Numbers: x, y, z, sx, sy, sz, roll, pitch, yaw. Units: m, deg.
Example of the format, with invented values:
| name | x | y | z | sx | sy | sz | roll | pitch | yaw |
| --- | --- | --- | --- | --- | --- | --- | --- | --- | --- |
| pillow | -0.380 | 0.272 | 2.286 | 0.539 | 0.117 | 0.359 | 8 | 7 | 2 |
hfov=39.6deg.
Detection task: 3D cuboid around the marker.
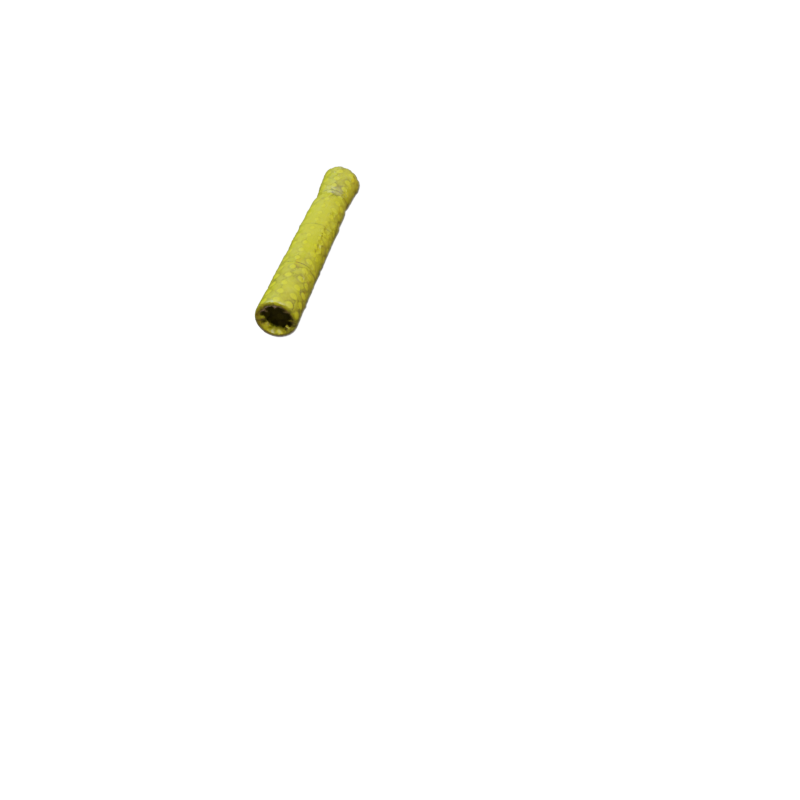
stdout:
| name | x | y | z | sx | sy | sz | roll | pitch | yaw |
| --- | --- | --- | --- | --- | --- | --- | --- | --- | --- |
| marker | -0.040 | -0.073 | 0.508 | 0.020 | 0.018 | 0.127 | 0 | 38 | 14 |
